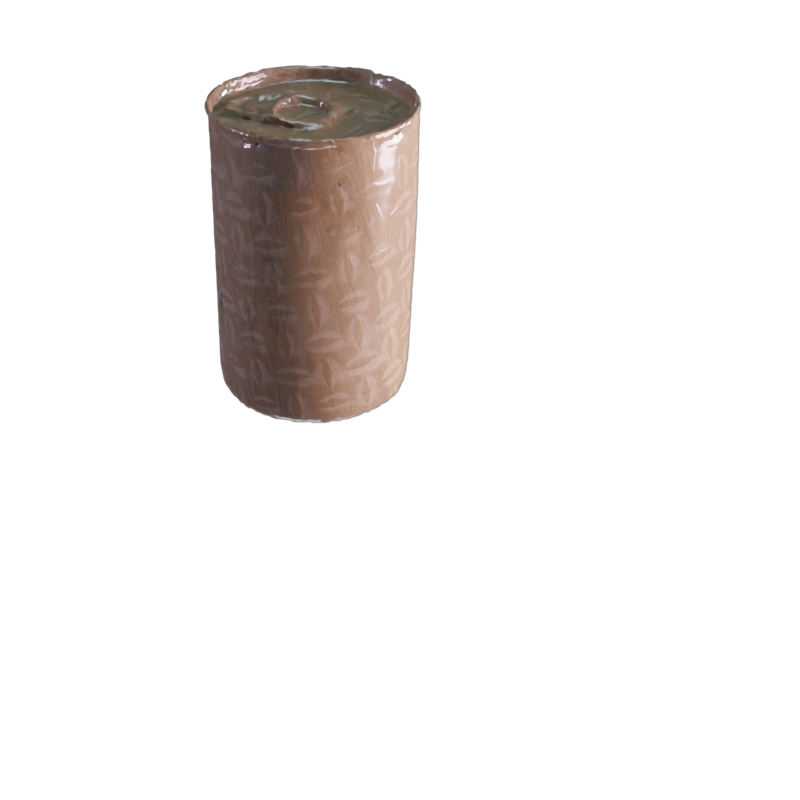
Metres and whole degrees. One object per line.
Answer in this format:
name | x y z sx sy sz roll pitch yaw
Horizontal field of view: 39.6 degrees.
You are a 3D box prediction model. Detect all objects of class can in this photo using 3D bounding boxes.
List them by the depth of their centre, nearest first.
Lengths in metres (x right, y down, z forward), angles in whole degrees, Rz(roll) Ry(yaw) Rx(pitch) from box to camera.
can | -0.029 -0.053 0.371 0.068 0.096 0.073 0 31 -3
